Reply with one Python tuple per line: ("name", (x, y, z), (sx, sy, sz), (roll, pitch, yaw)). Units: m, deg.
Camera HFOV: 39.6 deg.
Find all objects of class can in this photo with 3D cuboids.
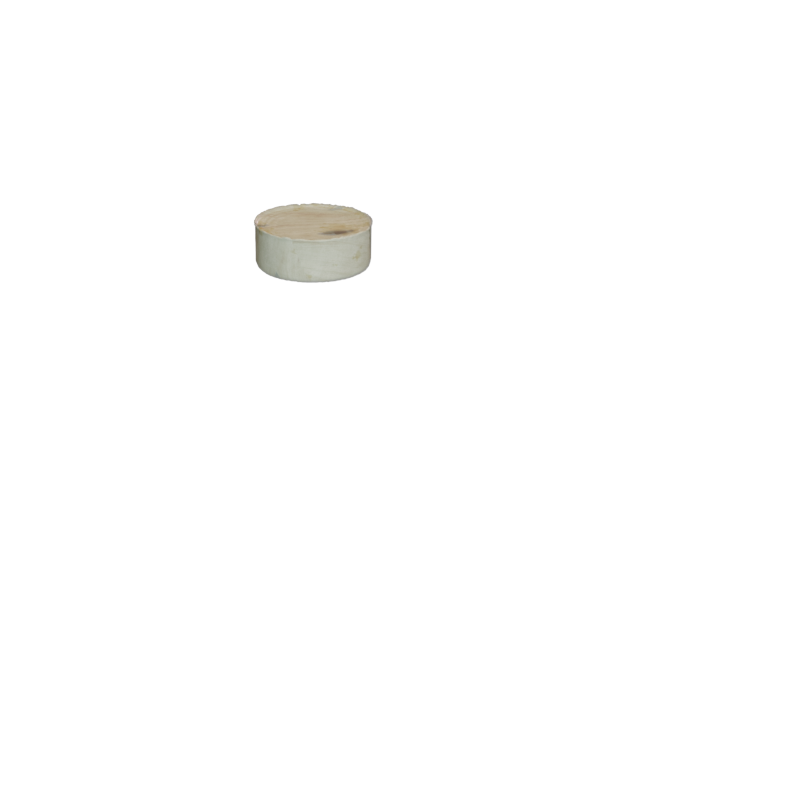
("can", (-0.063, -0.115, 0.806), (0.086, 0.032, 0.090), (-1, 25, -2))
